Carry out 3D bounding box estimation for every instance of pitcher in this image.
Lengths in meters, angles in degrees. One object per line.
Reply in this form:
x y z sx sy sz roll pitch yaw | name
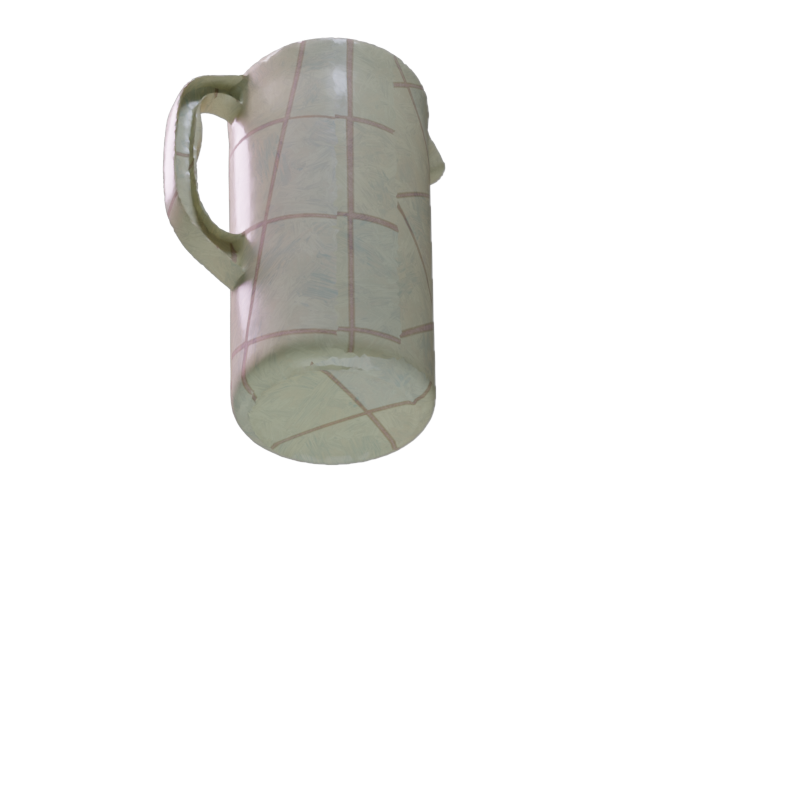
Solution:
-0.051 -0.093 0.652 0.150 0.261 0.133 -13 -40 12 | pitcher
